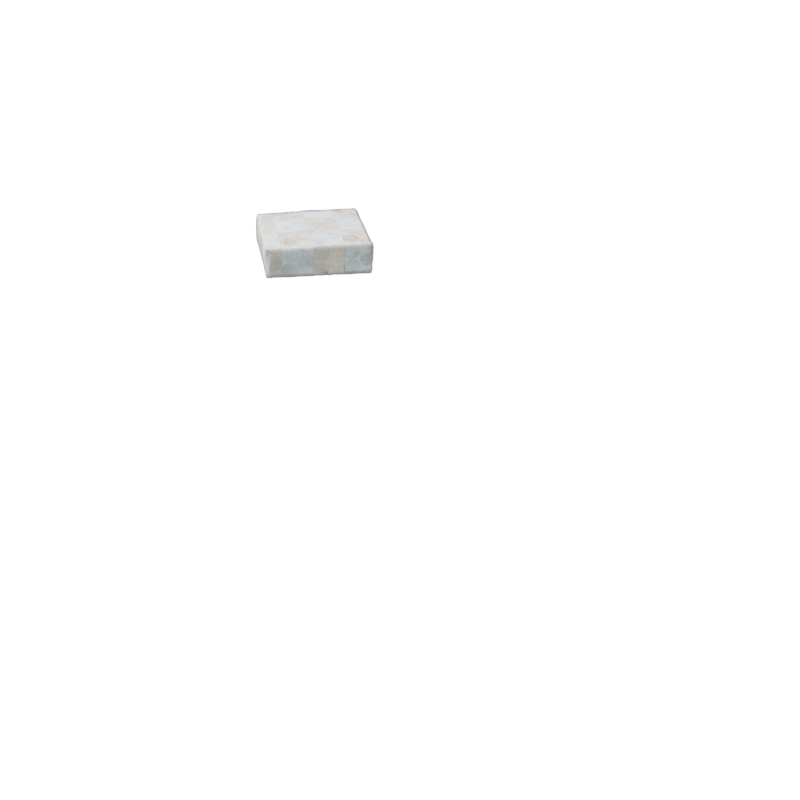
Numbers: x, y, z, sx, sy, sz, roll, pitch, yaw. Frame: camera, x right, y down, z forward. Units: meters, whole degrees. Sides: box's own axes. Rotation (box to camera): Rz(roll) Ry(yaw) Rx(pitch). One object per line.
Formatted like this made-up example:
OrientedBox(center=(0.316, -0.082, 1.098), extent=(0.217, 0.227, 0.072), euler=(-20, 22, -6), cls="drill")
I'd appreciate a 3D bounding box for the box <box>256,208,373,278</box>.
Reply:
OrientedBox(center=(-0.072, -0.131, 0.918), extent=(0.088, 0.028, 0.078), euler=(-5, 31, -9), cls="box")
